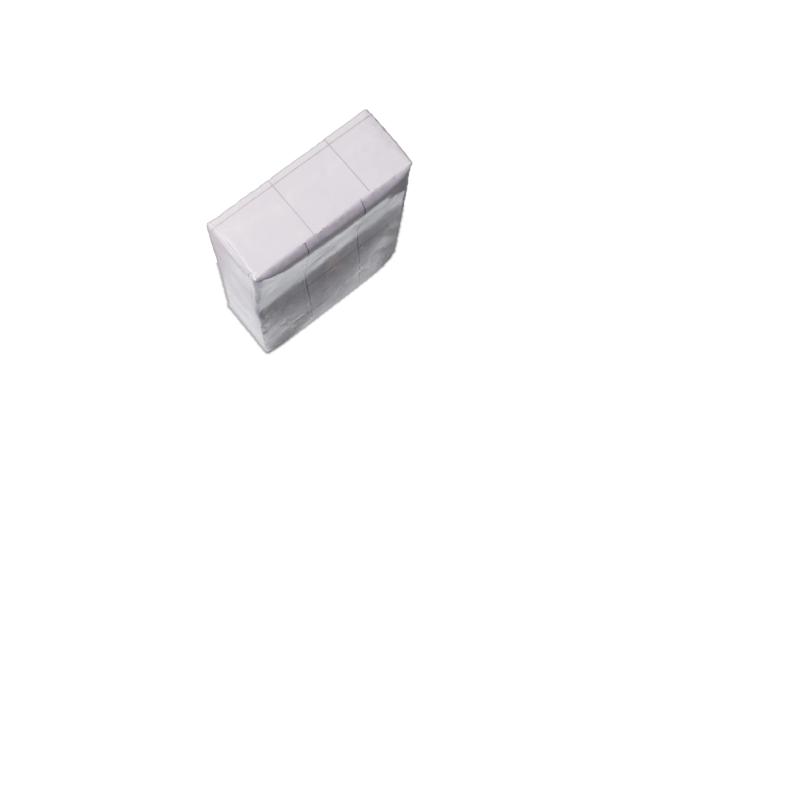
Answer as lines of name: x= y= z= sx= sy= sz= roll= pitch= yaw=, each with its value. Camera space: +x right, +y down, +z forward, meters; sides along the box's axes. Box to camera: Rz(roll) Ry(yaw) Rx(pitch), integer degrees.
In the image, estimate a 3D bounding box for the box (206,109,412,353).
box: x=-0.076 y=-0.138 z=0.967 sx=0.165 sy=0.074 sz=0.206 roll=-39 pitch=-8 yaw=-12
